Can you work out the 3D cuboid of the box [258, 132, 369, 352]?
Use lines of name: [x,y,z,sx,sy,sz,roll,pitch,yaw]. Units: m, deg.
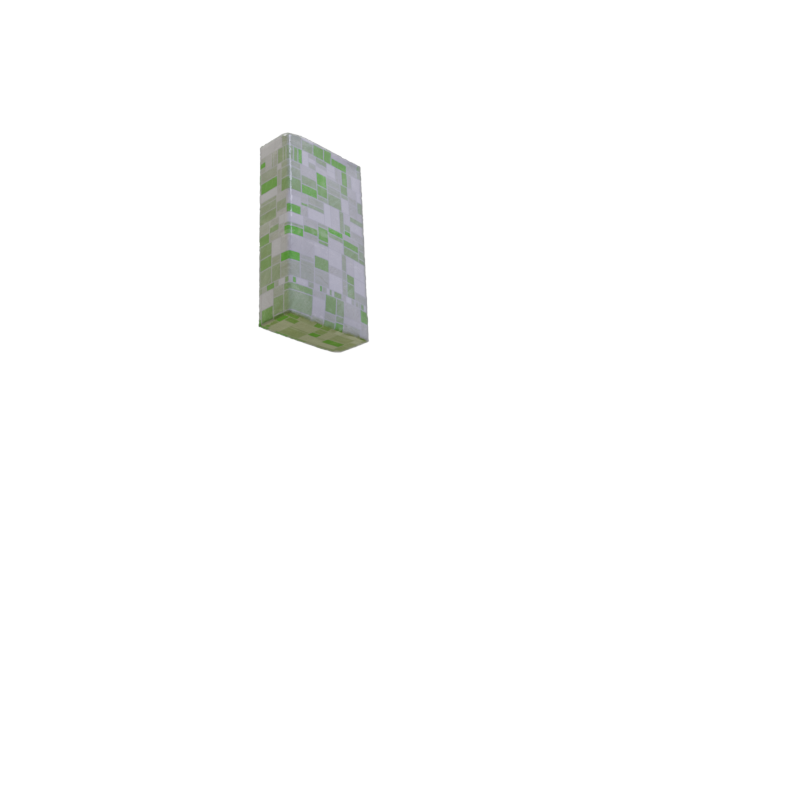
box: [-0.074,-0.136,0.951,0.088,0.186,0.048,21,-33,-40]
